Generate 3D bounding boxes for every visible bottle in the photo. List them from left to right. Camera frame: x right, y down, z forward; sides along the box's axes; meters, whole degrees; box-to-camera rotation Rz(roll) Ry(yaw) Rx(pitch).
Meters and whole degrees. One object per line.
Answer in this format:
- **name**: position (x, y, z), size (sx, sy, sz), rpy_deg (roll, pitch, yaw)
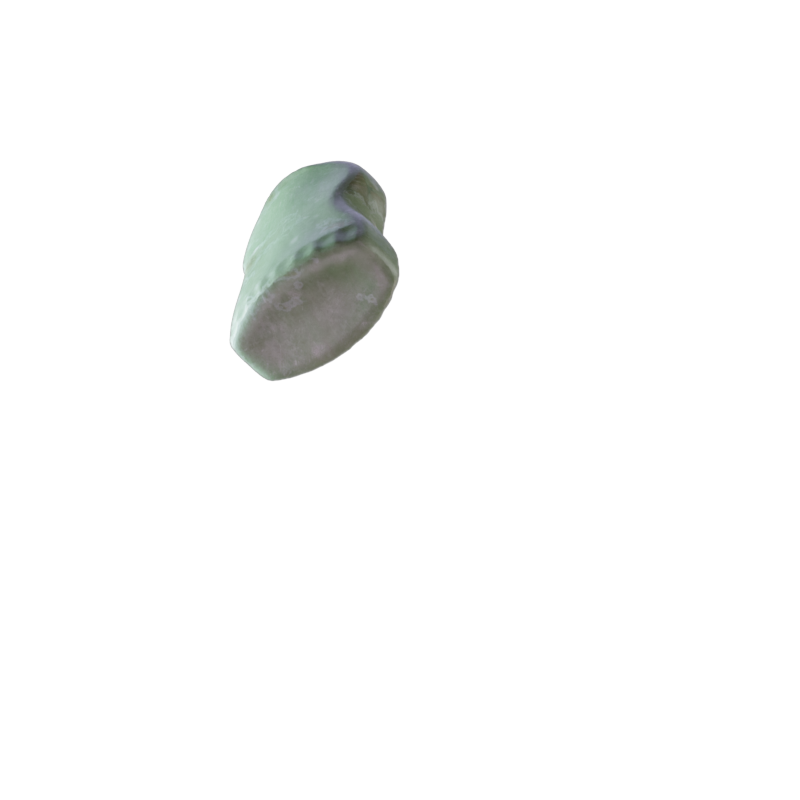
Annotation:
- **bottle**: position (-0.051, -0.093, 0.652), size (0.095, 0.055, 0.203), rpy_deg (-39, 25, 17)
